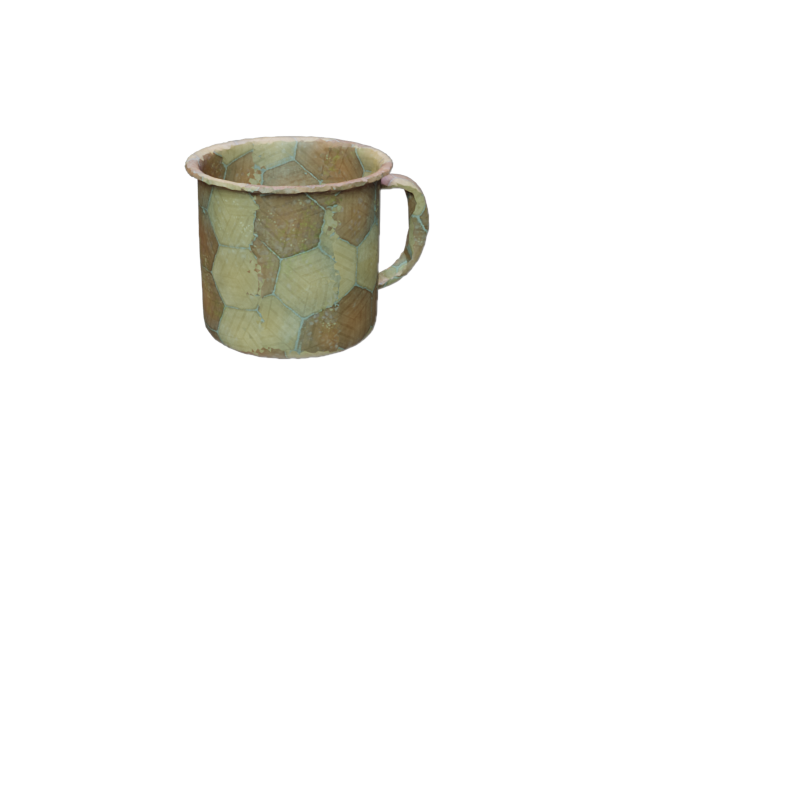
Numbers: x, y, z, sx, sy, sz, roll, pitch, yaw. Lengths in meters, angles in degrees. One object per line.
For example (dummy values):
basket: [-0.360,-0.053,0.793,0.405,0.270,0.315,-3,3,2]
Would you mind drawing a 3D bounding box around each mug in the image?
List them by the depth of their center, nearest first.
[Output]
mug: [-0.040,-0.073,0.512,0.115,0.078,0.100,-12,26,-26]
